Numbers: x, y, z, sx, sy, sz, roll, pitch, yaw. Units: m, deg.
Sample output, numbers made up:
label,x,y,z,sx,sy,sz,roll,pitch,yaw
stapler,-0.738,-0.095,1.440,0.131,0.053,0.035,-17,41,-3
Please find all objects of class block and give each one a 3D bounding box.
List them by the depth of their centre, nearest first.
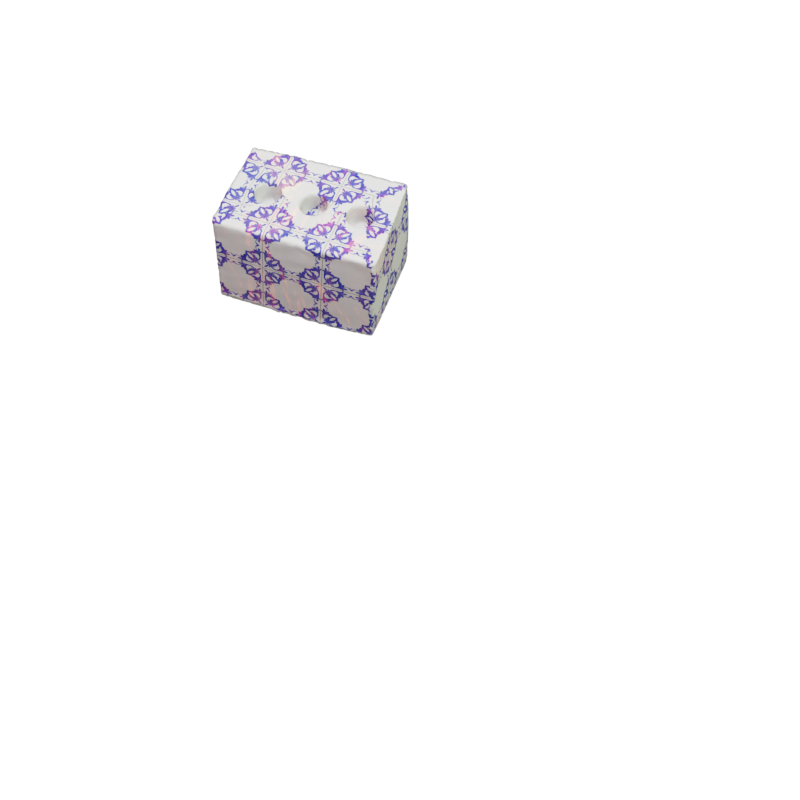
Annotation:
label,x,y,z,sx,sy,sz,roll,pitch,yaw
block,-0.040,-0.073,0.509,0.080,0.055,0.048,15,-38,11
